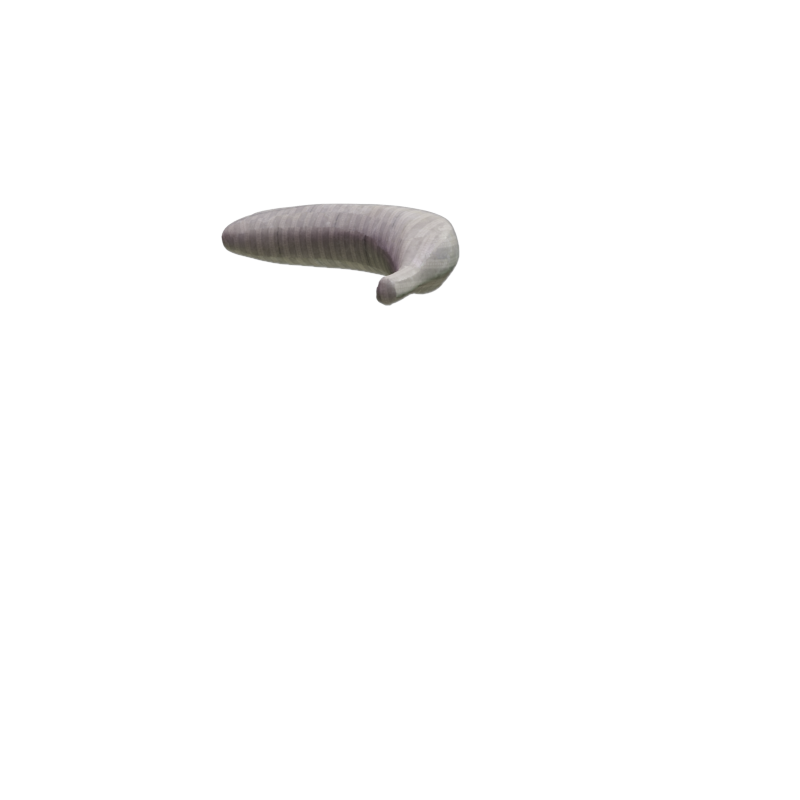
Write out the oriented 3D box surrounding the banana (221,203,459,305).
[{"bbox_3d":[-0.025,-0.080,0.560,0.068,0.036,0.207,-6,14,-27],"label":"banana"}]
